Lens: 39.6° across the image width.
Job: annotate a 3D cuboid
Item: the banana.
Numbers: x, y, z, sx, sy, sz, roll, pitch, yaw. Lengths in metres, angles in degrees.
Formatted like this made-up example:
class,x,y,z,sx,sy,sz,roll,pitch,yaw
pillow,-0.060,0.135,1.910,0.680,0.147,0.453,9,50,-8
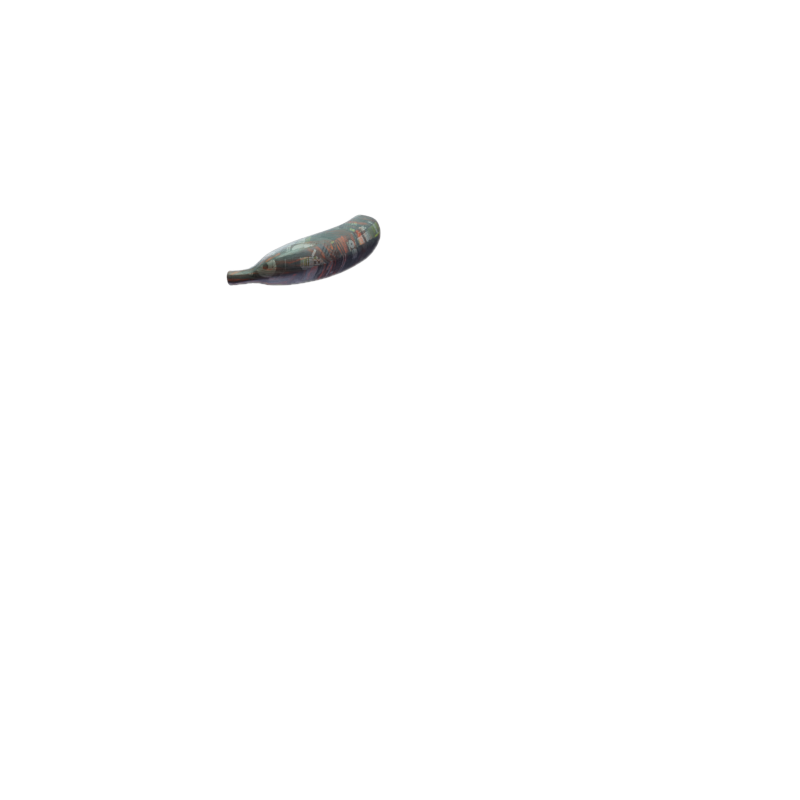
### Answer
class,x,y,z,sx,sy,sz,roll,pitch,yaw
banana,-0.062,-0.133,0.957,0.073,0.035,0.196,13,25,31
